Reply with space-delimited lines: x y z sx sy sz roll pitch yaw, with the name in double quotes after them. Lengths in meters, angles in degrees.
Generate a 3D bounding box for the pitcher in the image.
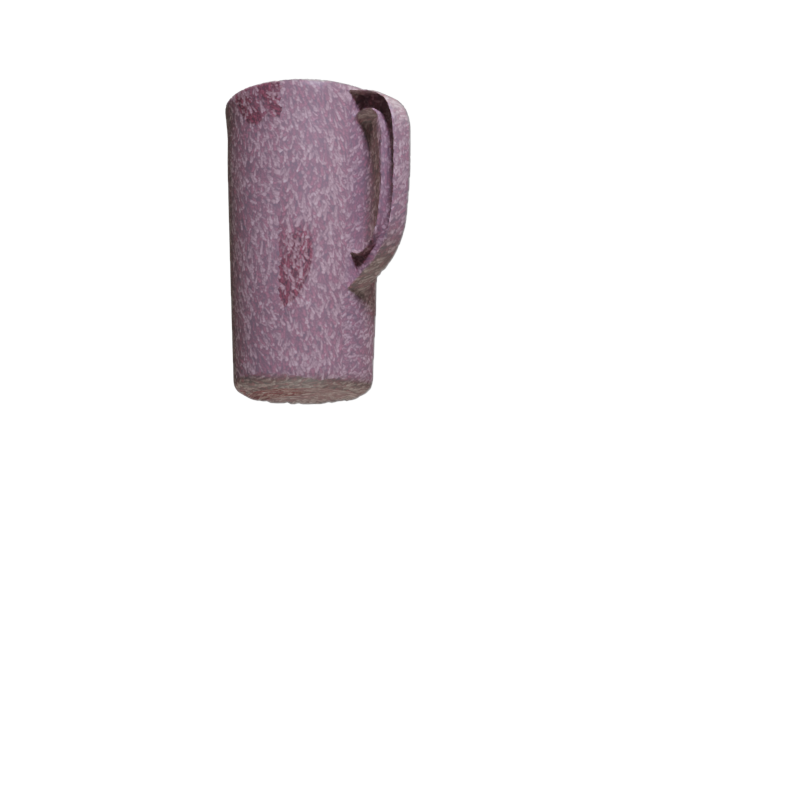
-0.069 -0.125 0.877 0.144 0.252 0.145 0 -14 -4 "pitcher"
